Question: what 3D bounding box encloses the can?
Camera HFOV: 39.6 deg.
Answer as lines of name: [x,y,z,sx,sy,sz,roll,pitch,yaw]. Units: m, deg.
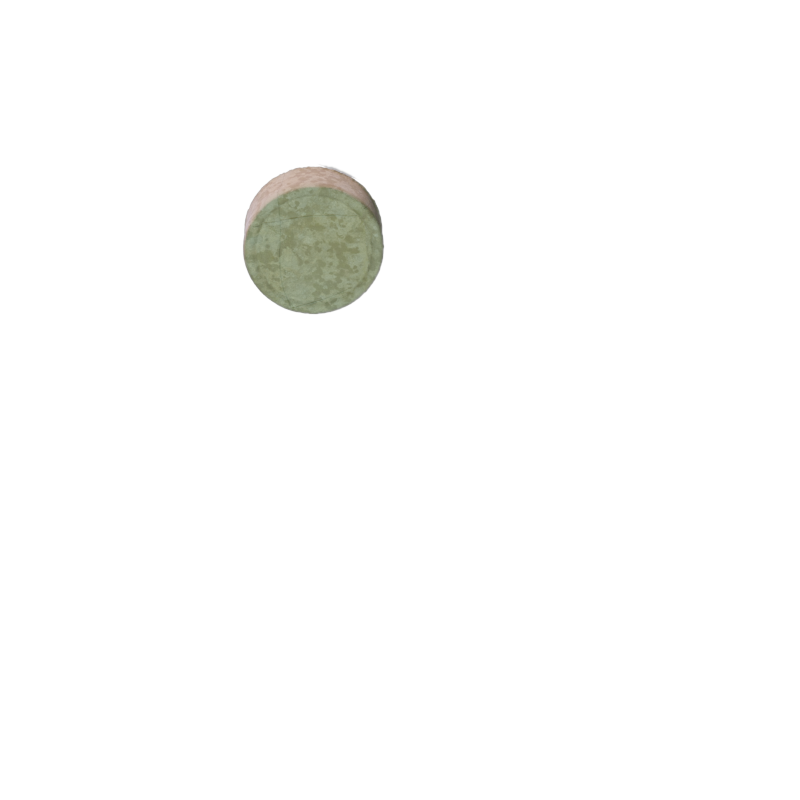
can: [-0.053,-0.096,0.672,0.086,0.082,0.035,1,24,-1]
